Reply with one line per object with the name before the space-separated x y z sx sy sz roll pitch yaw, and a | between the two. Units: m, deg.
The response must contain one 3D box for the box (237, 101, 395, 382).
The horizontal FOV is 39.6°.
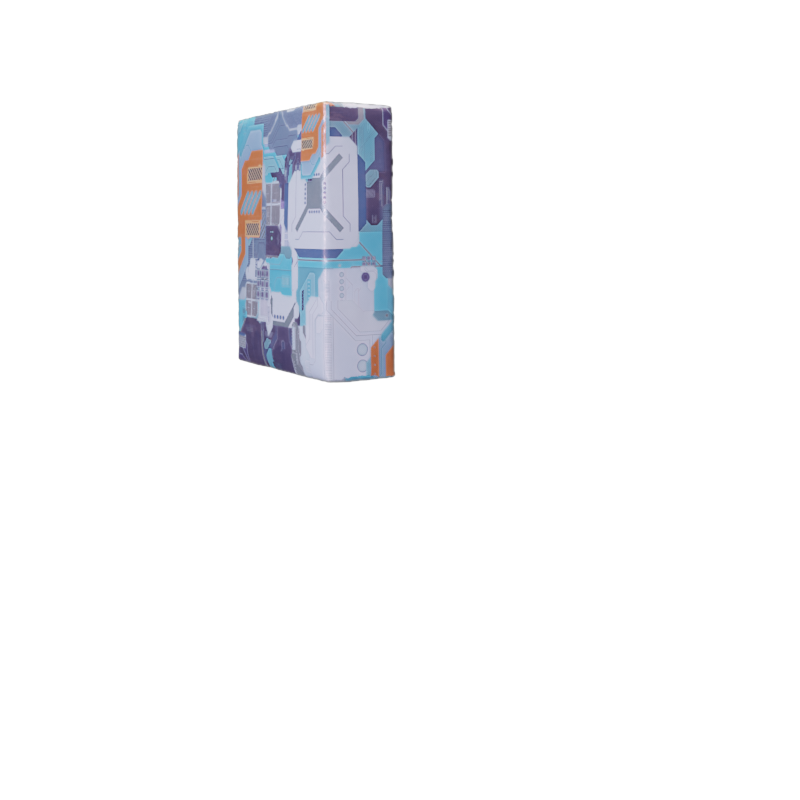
box | -0.072 -0.131 0.917 0.069 0.213 0.171 -1 3 -31
